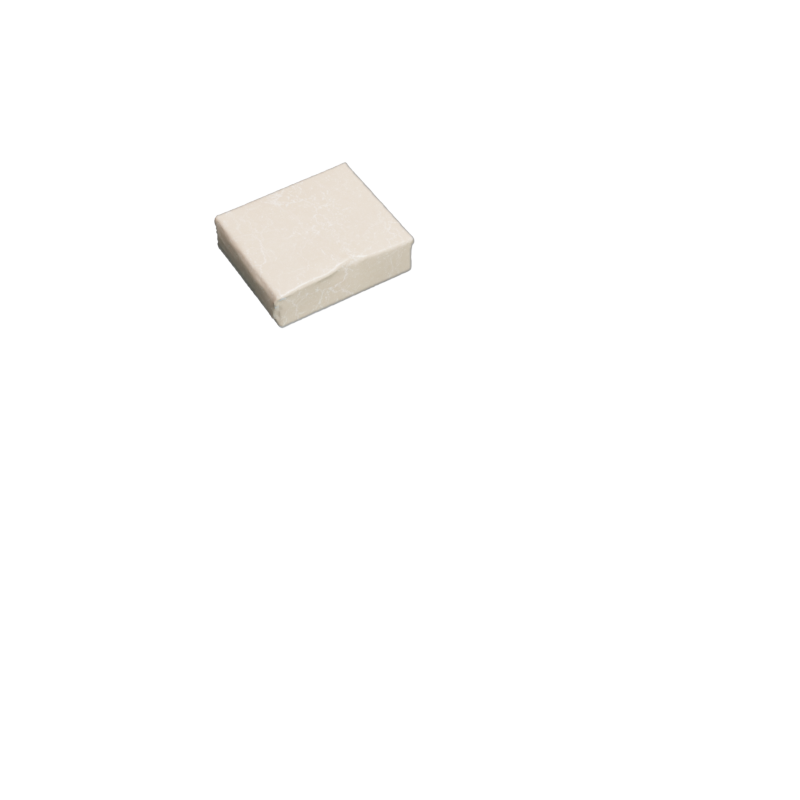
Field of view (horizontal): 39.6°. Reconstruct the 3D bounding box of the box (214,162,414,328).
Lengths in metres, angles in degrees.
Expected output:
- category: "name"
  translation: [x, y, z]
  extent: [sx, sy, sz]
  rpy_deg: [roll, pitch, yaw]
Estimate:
- category: "box"
  translation: [-0.049, -0.089, 0.621]
  extent: [0.089, 0.079, 0.028]
  rpy_deg: [-25, -36, -20]
